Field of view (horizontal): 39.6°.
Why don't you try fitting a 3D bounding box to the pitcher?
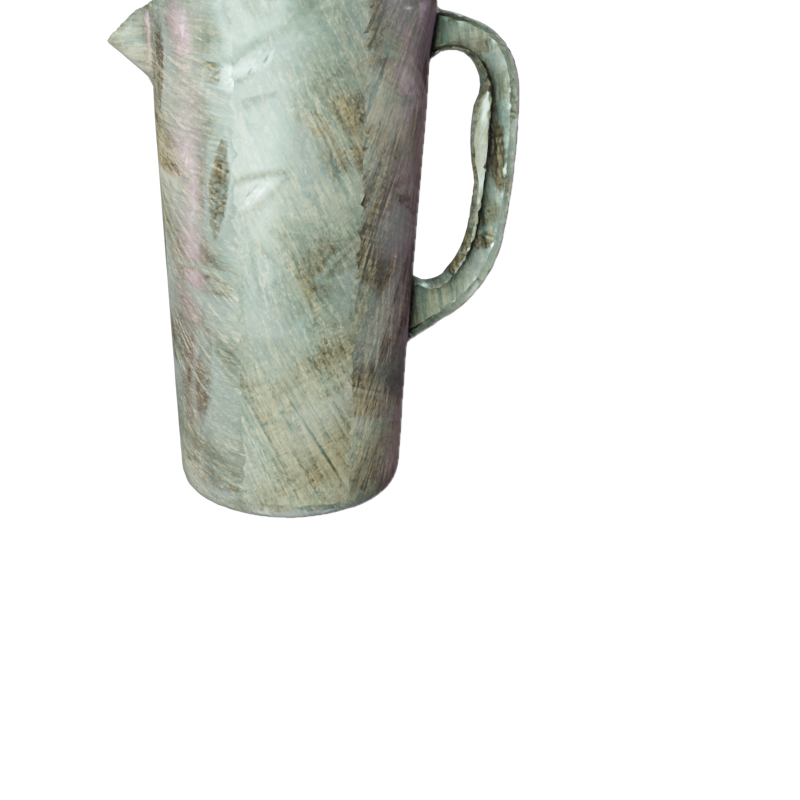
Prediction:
[{"bbox_3d":[-0.041,-0.076,0.529,0.157,0.235,0.142,13,19,37],"label":"pitcher"}]
